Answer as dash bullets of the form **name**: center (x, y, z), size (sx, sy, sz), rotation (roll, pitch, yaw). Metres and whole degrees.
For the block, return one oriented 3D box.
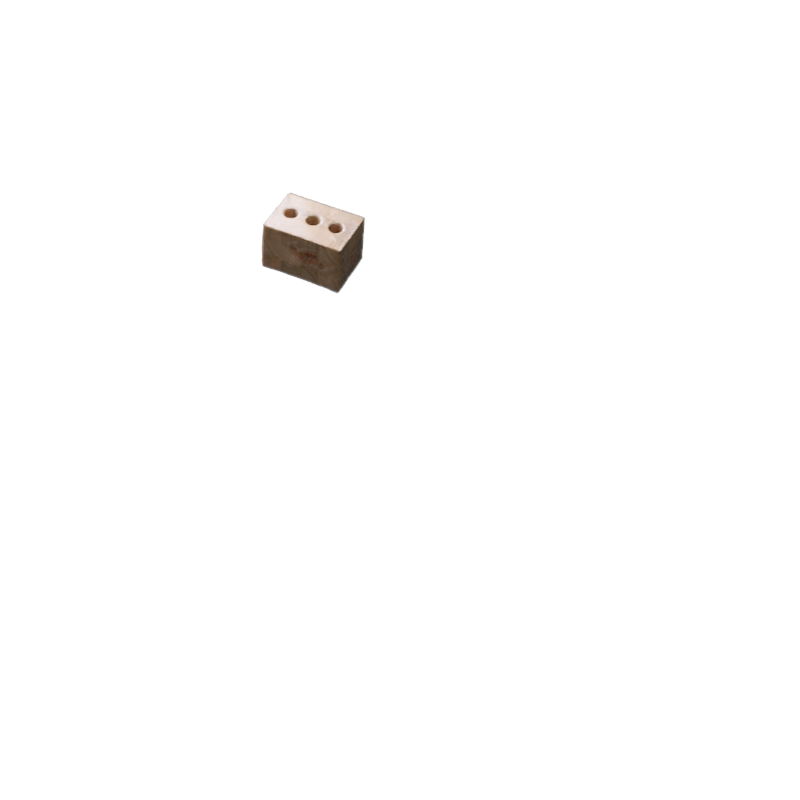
- **block**: center (-0.077, -0.140, 0.980), size (0.081, 0.048, 0.055), rotation (20, 48, 17)
